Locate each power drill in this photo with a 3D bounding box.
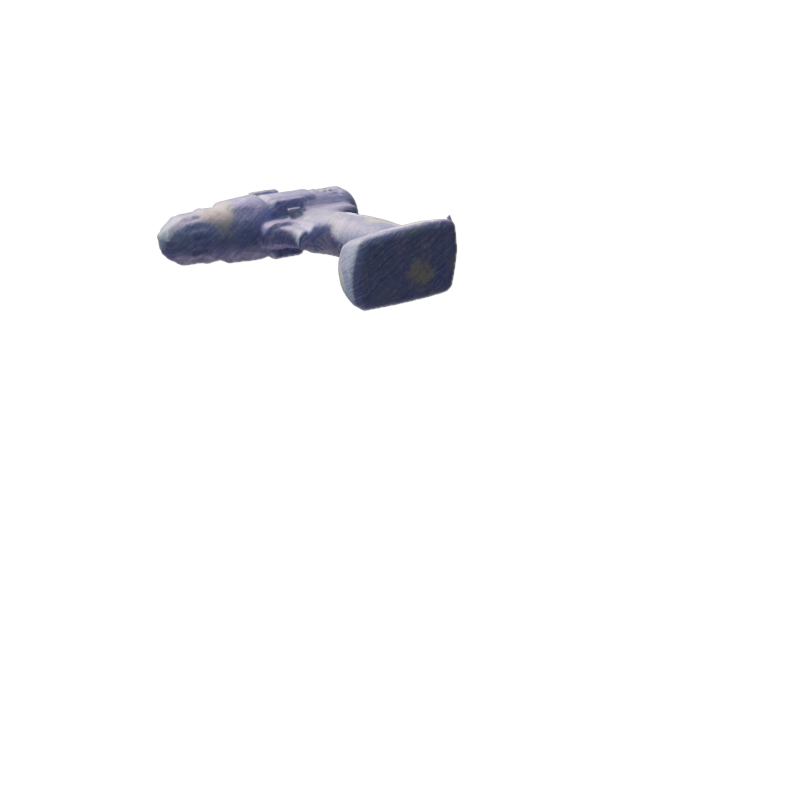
[{"bbox_3d":[-0.066,-0.120,0.842,0.181,0.055,0.200,-19,30,-37],"label":"power drill"}]
